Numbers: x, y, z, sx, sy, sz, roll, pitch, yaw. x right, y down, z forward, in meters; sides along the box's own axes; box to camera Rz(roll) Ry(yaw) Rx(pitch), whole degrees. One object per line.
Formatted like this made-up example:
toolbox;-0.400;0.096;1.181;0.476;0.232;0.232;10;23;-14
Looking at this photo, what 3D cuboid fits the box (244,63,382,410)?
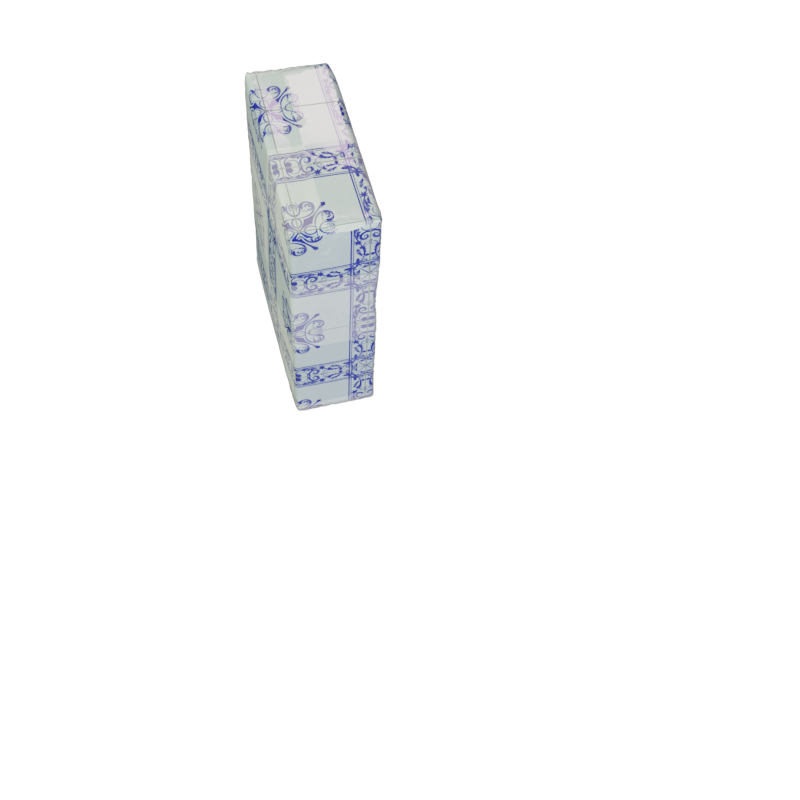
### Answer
box;-0.065;-0.119;0.836;0.071;0.177;0.200;-10;-35;-11
